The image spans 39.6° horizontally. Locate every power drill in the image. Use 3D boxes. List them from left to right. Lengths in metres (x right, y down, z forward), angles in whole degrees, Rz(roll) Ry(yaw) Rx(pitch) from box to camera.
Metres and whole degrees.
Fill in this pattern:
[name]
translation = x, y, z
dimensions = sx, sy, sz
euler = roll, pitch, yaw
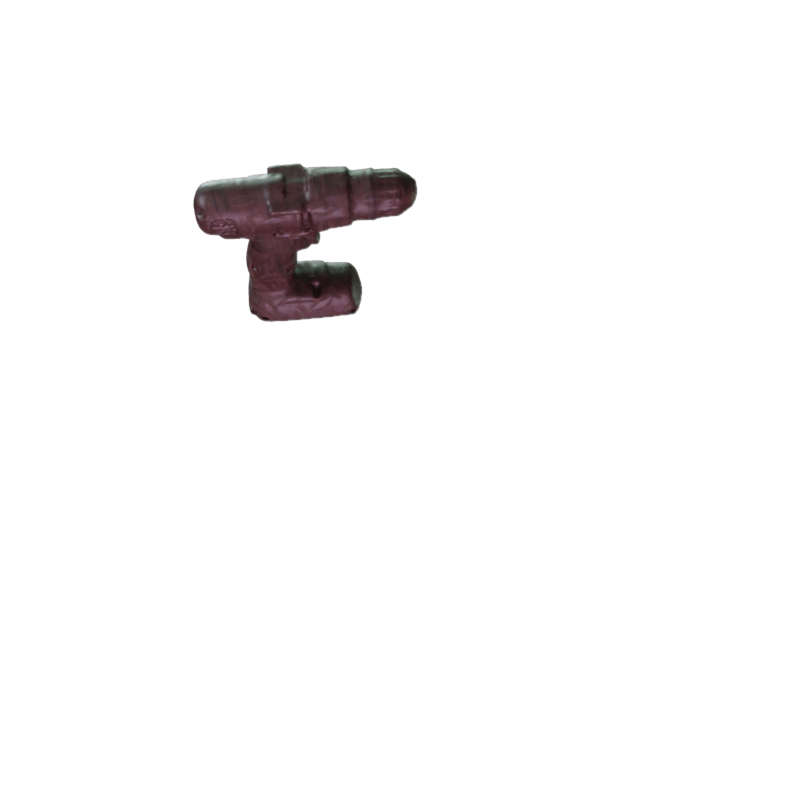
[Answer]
[power drill]
translation = -0.076, -0.139, 0.972
dimensions = 0.185, 0.061, 0.175
euler = -2, -28, 3
